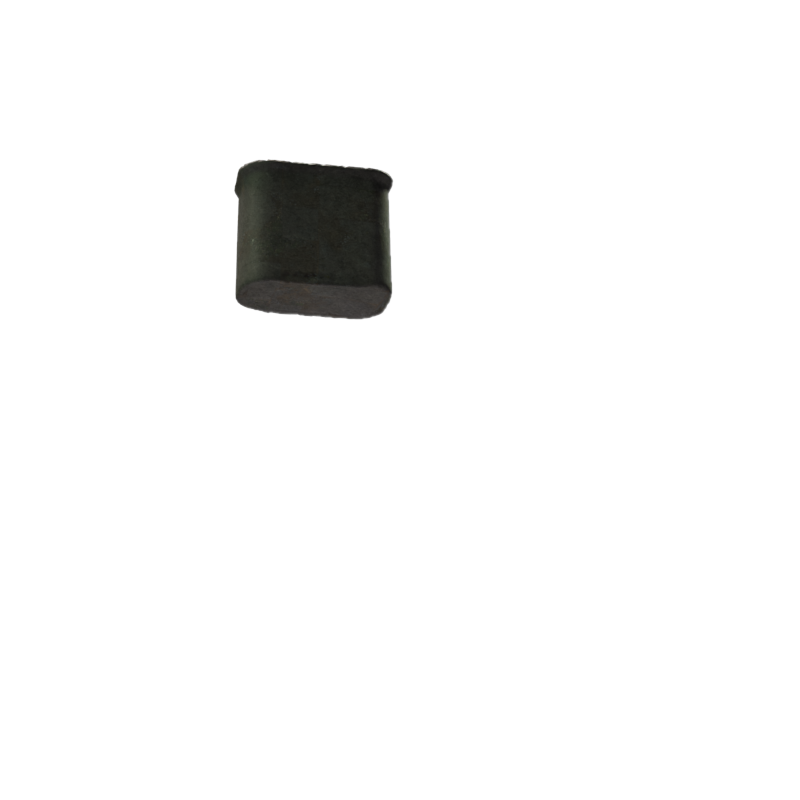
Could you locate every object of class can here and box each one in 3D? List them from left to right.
[{"bbox_3d":[-0.056,-0.101,0.709,0.100,0.088,0.055,3,-23,-11],"label":"can"}]
